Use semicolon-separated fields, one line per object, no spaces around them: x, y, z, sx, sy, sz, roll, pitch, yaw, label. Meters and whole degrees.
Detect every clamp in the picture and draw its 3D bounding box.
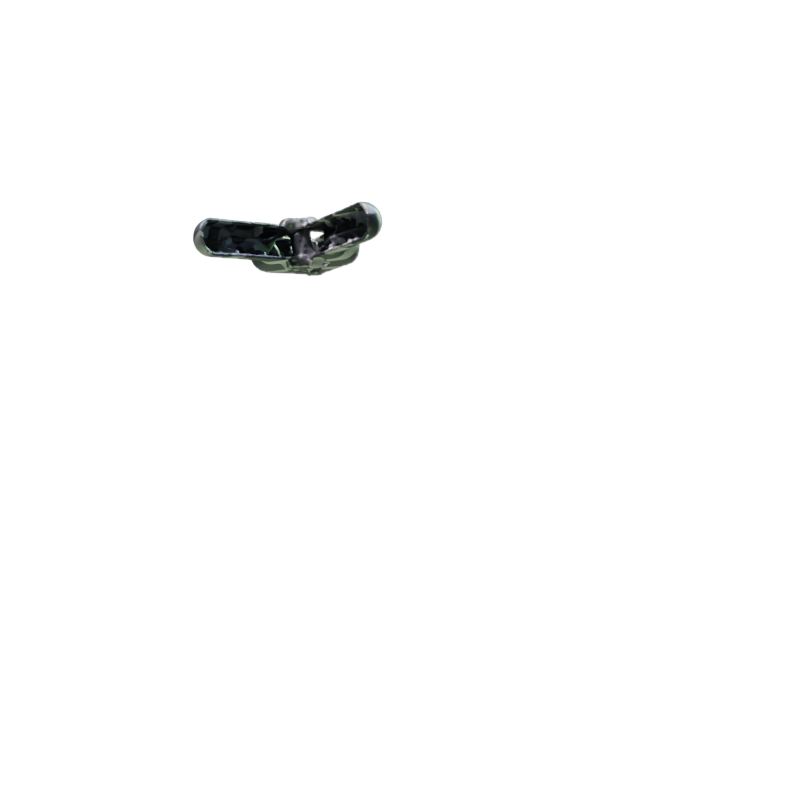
-0.060;-0.110;0.769;0.122;0.039;0.168;1;3;12;clamp
